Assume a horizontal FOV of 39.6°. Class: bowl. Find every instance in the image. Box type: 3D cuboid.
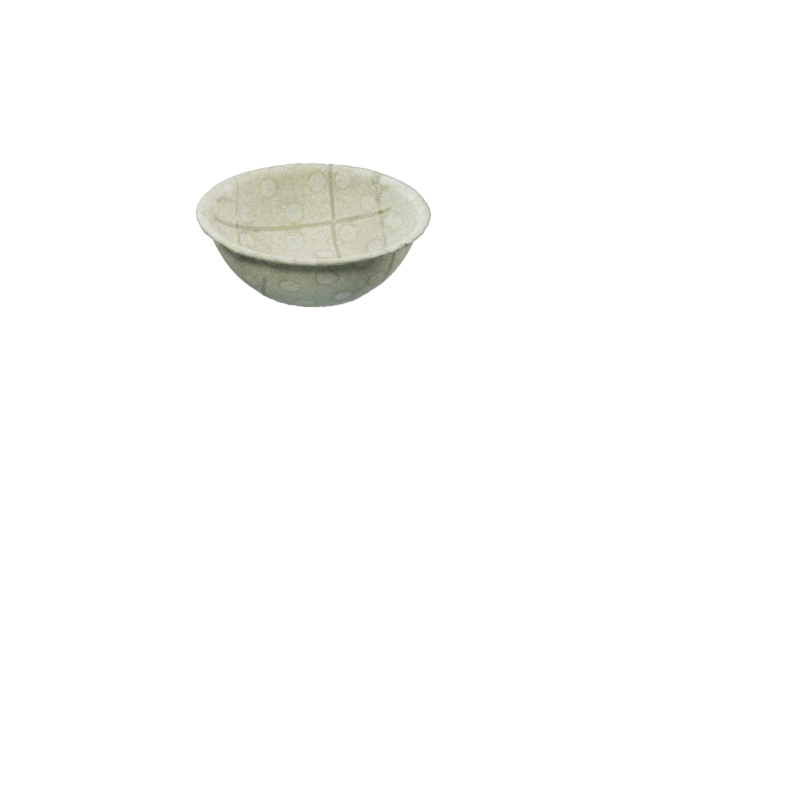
[{"bbox_3d":[-0.061,-0.111,0.777,0.162,0.052,0.172,-1,33,-2],"label":"bowl"}]
